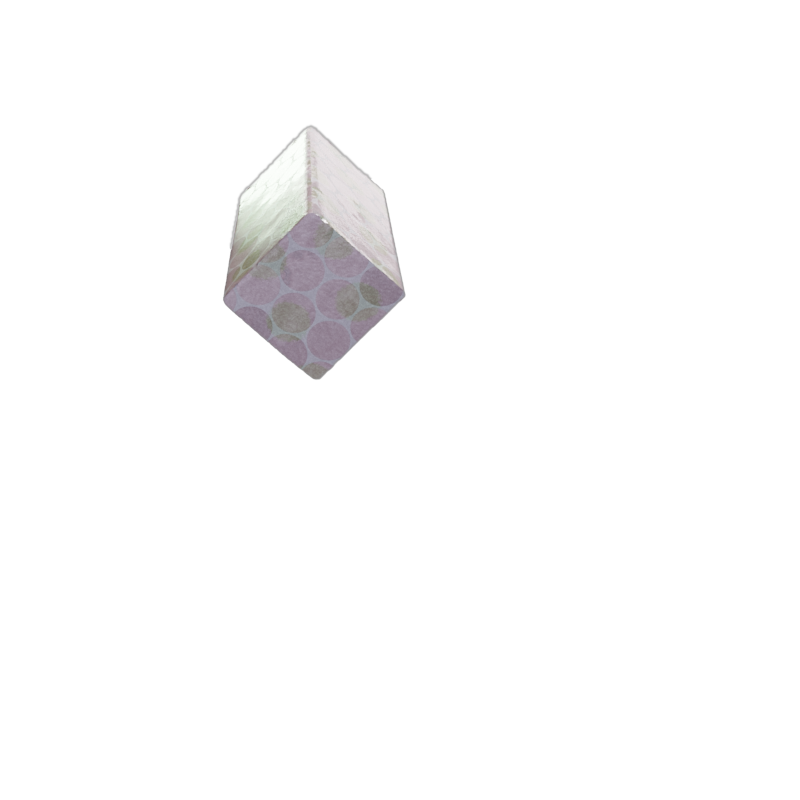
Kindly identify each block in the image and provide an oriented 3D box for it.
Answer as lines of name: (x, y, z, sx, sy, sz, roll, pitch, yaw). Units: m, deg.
block: (-0.065, -0.118, 0.824, 0.086, 0.090, 0.218, 40, 18, -21)
